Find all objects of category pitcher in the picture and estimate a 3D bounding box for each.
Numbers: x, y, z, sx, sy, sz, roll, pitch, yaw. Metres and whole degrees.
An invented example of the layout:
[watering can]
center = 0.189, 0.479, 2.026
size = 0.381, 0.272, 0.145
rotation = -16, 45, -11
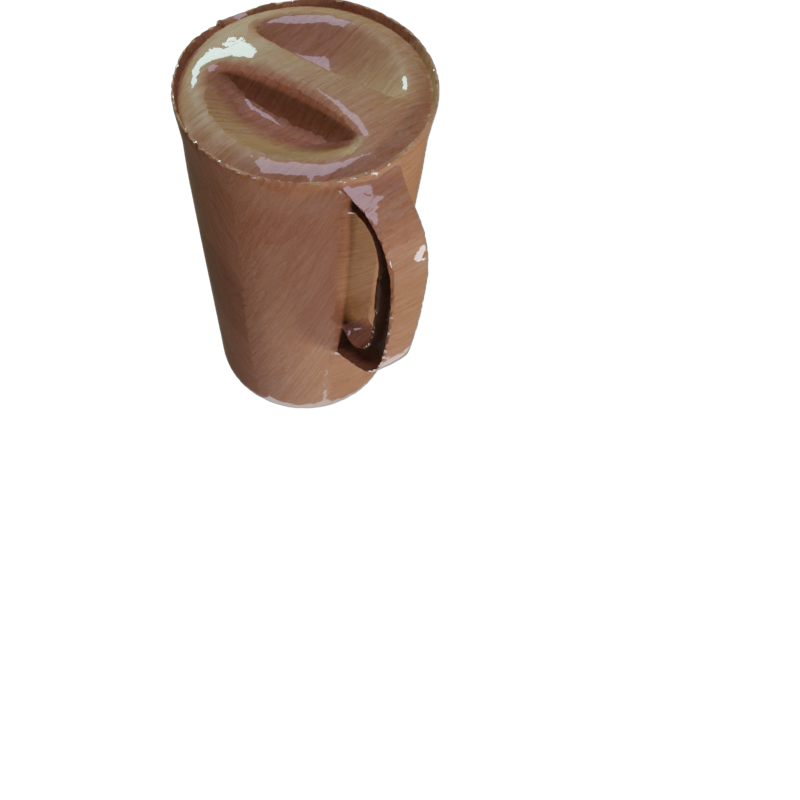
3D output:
[pitcher]
center = -0.049, -0.090, 0.631
size = 0.147, 0.157, 0.227
rotation = 13, -34, 5
